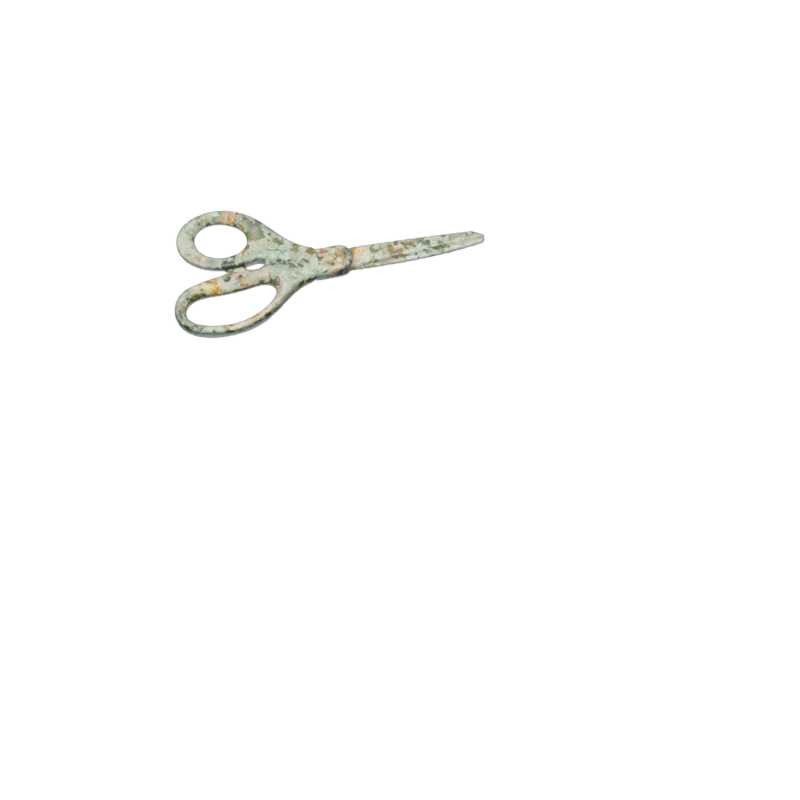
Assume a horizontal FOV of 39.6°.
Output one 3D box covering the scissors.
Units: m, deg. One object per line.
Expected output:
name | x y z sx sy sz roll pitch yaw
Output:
scissors | -0.056 -0.102 0.716 0.201 0.102 0.015 -24 -26 -13
